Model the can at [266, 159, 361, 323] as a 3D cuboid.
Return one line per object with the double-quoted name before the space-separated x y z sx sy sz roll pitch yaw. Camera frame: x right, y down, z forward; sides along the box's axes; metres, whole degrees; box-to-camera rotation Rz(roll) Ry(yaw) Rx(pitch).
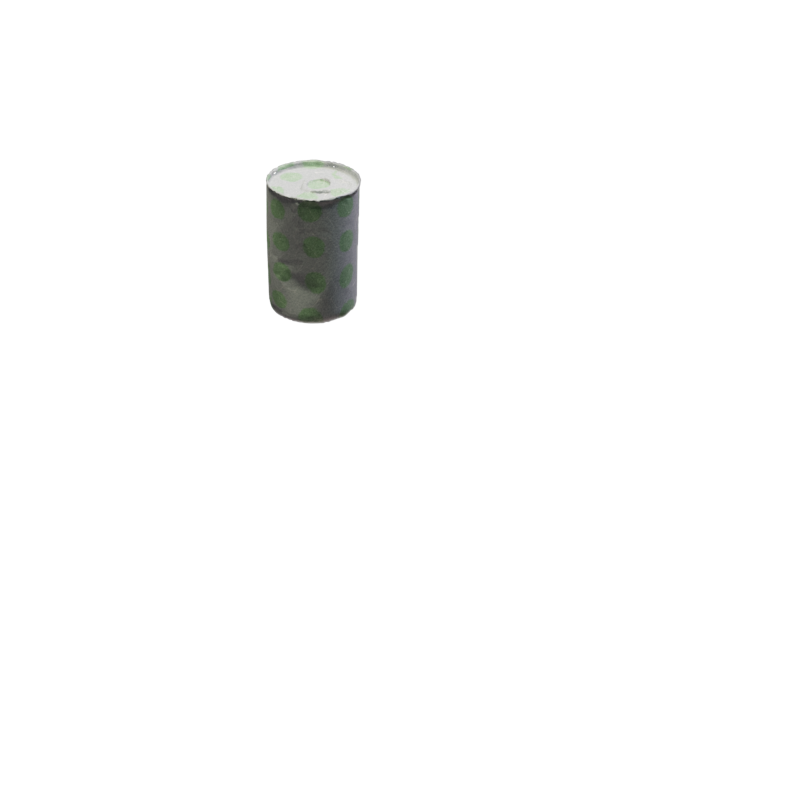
"can" -0.064 -0.116 0.812 0.068 0.096 0.073 0 31 -3
